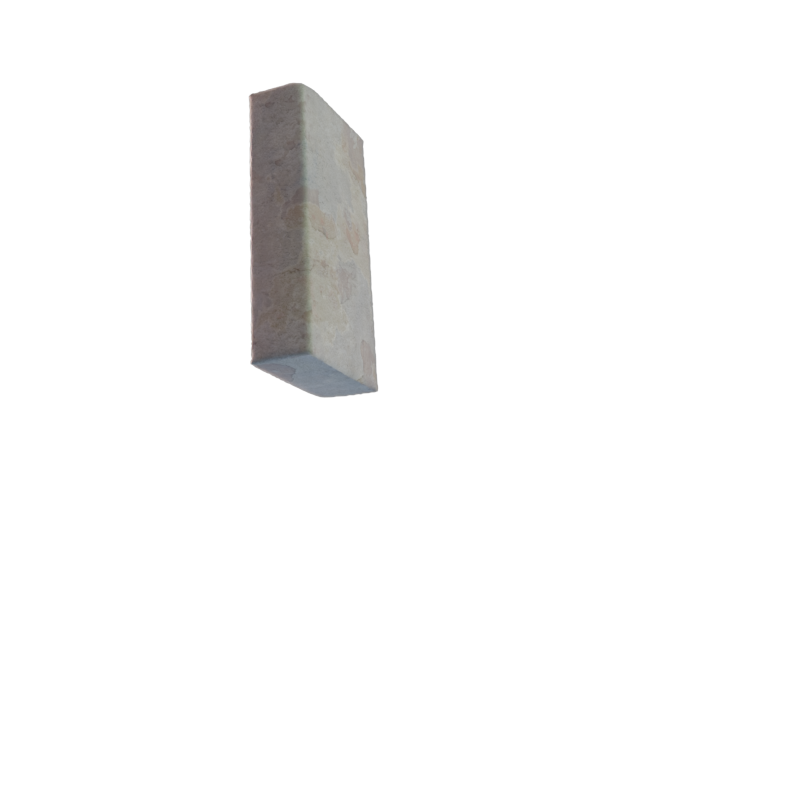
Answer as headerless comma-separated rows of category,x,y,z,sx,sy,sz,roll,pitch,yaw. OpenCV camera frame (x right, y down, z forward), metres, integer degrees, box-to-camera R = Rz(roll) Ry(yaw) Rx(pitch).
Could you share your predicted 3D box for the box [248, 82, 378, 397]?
box,-0.053,-0.097,0.679,0.049,0.185,0.087,-11,-22,23
